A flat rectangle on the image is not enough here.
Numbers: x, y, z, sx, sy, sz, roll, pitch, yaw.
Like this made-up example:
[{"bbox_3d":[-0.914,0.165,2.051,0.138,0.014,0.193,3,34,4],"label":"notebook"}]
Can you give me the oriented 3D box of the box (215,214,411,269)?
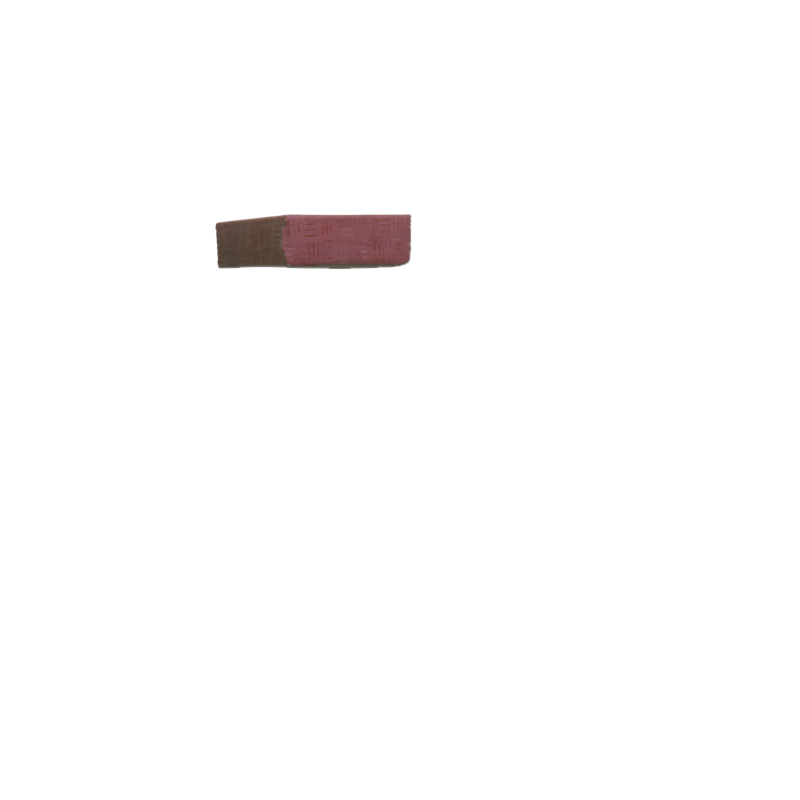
[{"bbox_3d":[-0.062,-0.113,0.791,0.109,0.039,0.093,-4,7,-39],"label":"box"}]
